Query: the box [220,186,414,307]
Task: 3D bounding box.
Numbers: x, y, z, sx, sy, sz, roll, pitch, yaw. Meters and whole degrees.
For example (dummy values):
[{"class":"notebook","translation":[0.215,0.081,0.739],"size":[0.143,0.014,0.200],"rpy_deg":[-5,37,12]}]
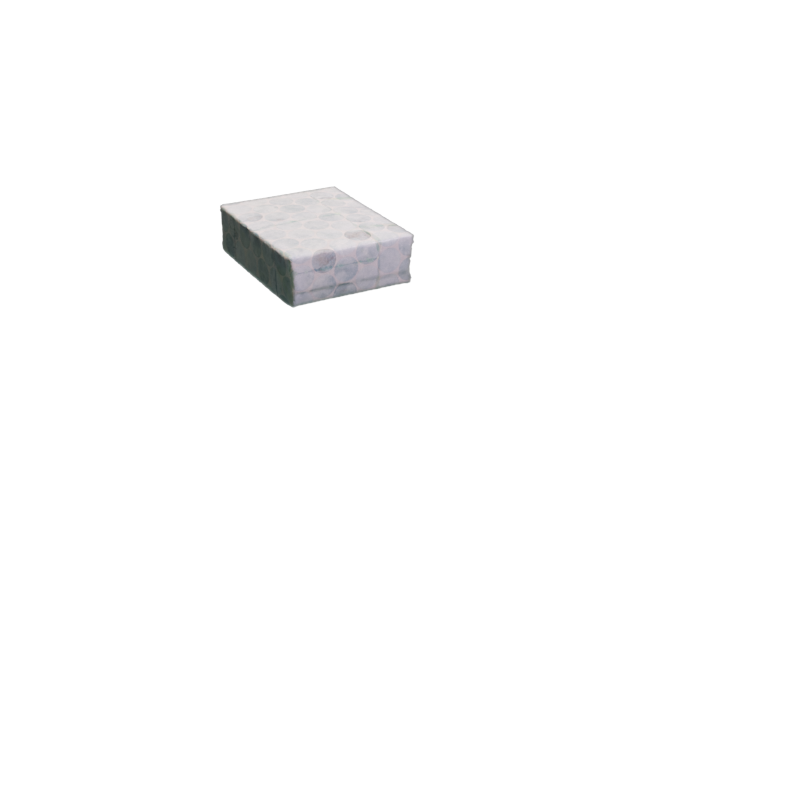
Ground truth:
[{"class":"box","translation":[-0.058,-0.105,0.736],"size":[0.088,0.037,0.122],"rpy_deg":[-15,33,-25]}]
